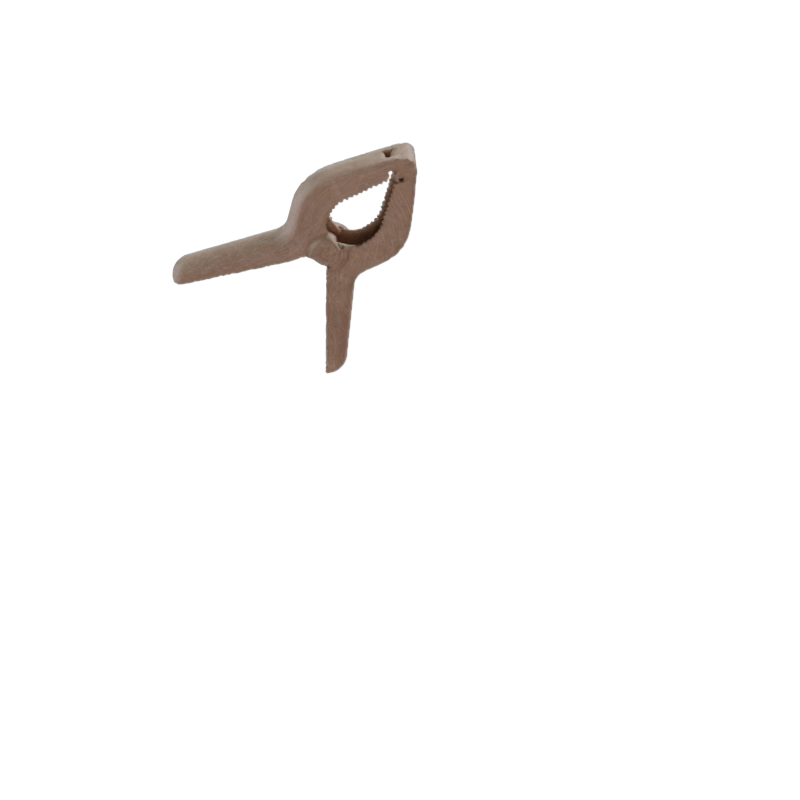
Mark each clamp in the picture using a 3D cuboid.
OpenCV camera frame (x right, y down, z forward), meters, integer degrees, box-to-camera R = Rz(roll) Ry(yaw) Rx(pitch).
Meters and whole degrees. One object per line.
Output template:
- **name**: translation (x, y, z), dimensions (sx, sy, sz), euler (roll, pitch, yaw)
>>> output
- **clamp**: translation (-0.067, -0.122, 0.857), dimensions (0.158, 0.204, 0.039), euler (26, 33, -19)
